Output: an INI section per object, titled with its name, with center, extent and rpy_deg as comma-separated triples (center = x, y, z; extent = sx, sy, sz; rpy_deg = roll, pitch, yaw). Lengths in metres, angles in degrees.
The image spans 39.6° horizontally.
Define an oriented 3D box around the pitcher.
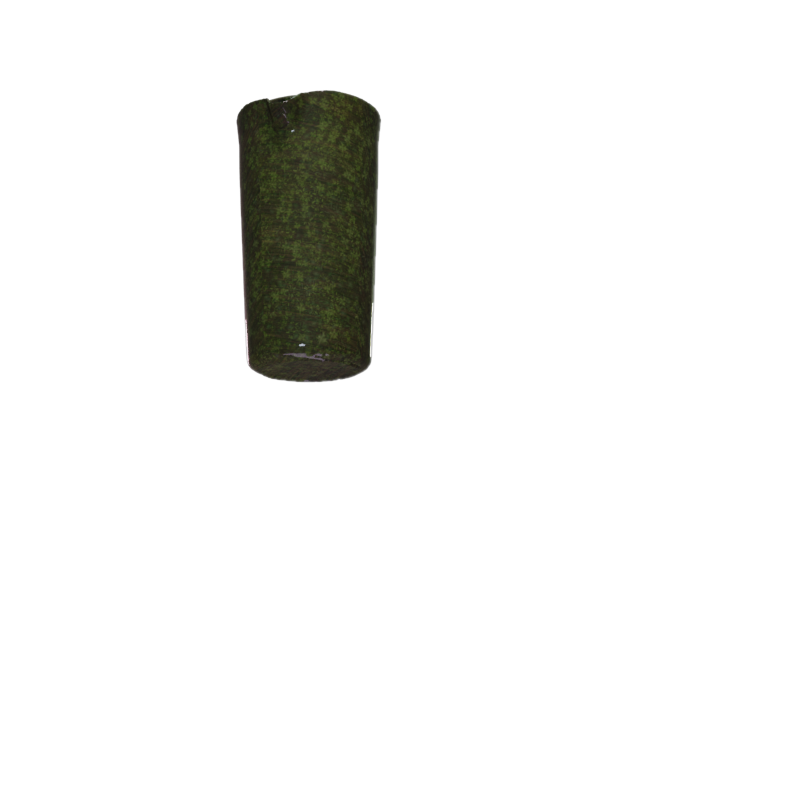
[pitcher]
center = -0.078, -0.142, 0.997
extent = 0.143, 0.253, 0.145
rpy_deg = 9, -19, -30
